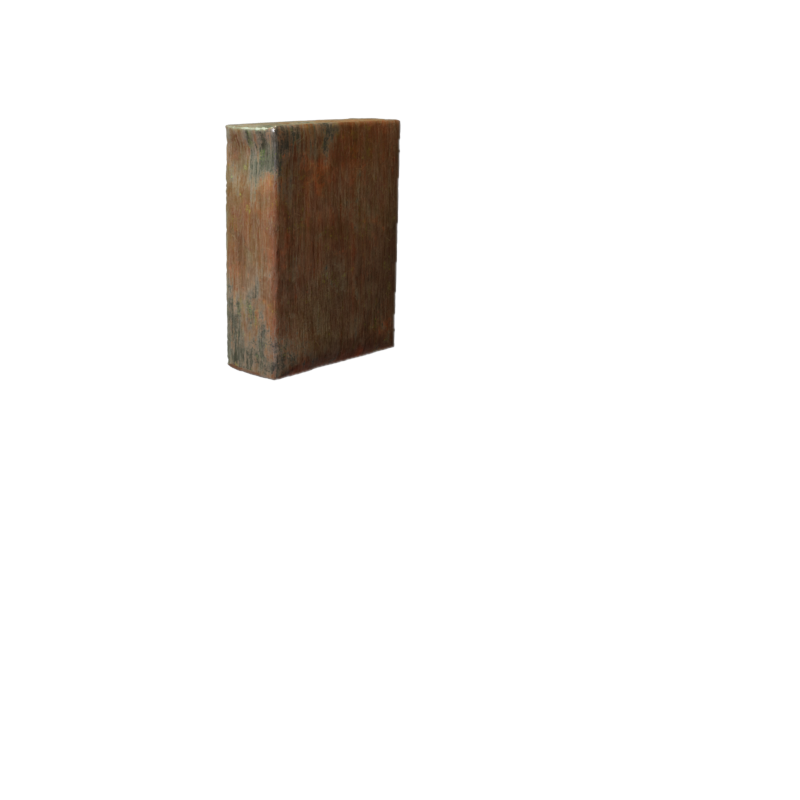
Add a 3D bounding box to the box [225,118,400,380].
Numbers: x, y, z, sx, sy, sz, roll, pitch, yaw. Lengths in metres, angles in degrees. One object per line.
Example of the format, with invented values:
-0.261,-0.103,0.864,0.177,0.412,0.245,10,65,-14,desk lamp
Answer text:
-0.077,-0.140,0.983,0.075,0.209,0.160,9,14,39,box
